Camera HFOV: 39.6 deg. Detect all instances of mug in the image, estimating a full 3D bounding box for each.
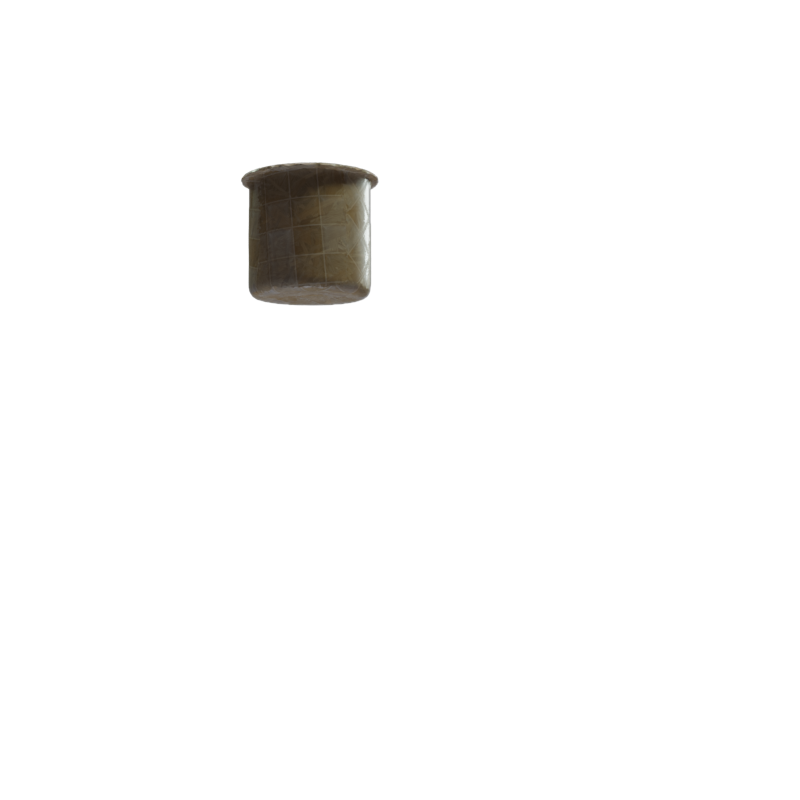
[{"bbox_3d":[-0.059,-0.108,0.755,0.094,0.083,0.113,-1,-6,8],"label":"mug"}]
